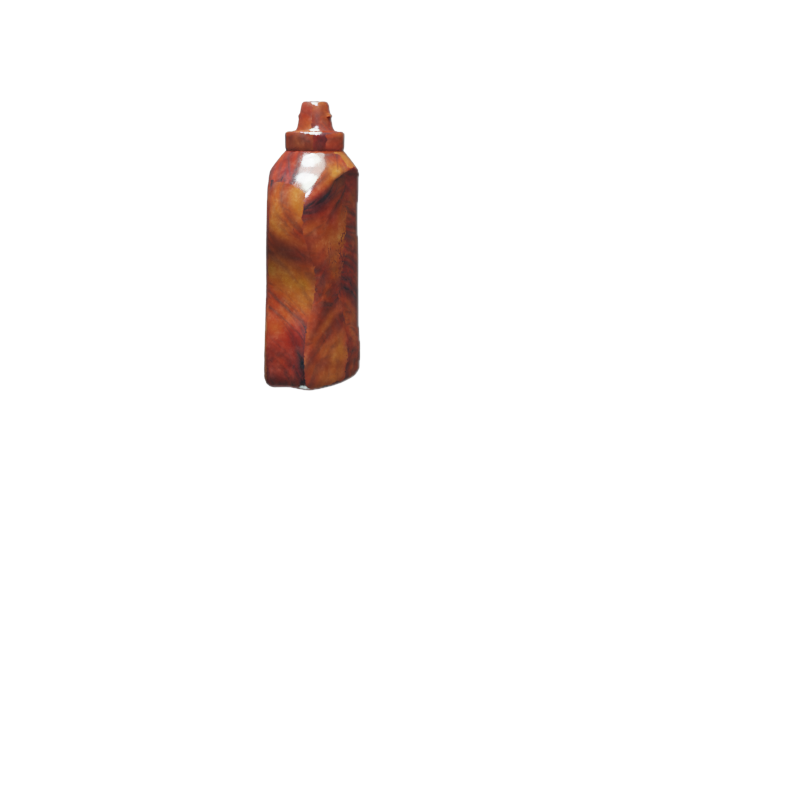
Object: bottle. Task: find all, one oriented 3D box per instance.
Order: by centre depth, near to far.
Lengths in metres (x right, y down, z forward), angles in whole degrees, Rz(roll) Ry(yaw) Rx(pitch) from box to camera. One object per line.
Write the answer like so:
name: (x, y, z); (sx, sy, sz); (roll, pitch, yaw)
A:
bottle: (-0.059, -0.109, 0.764); (0.060, 0.189, 0.094); (3, 7, 22)
